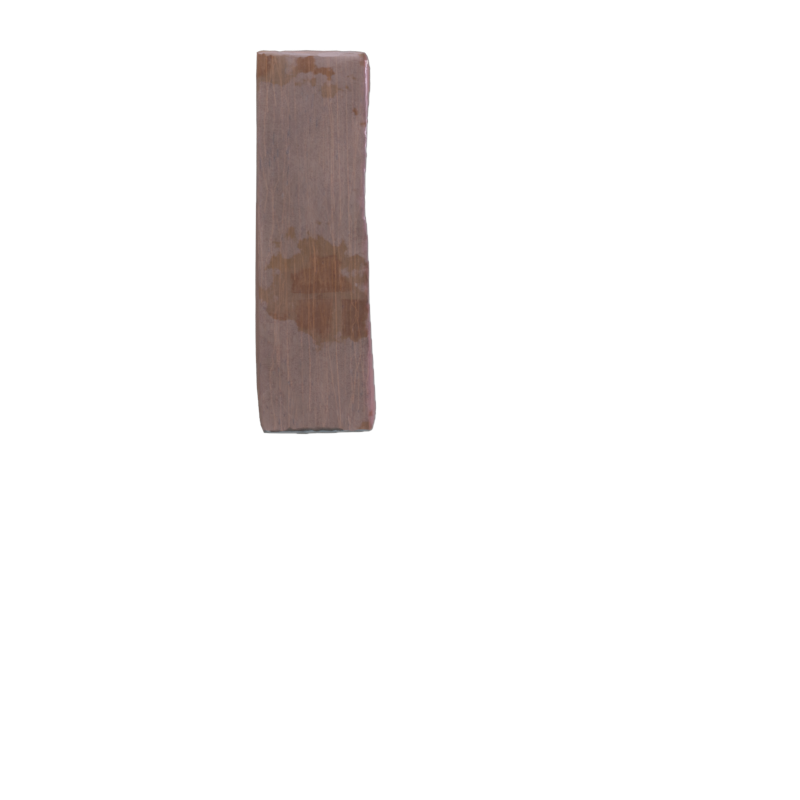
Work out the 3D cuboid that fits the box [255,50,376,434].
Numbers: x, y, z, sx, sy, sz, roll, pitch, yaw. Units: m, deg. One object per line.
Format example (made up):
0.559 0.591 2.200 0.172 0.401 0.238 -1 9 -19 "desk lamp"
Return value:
-0.054 -0.099 0.692 0.071 0.213 0.166 0 3 -6 "box"
